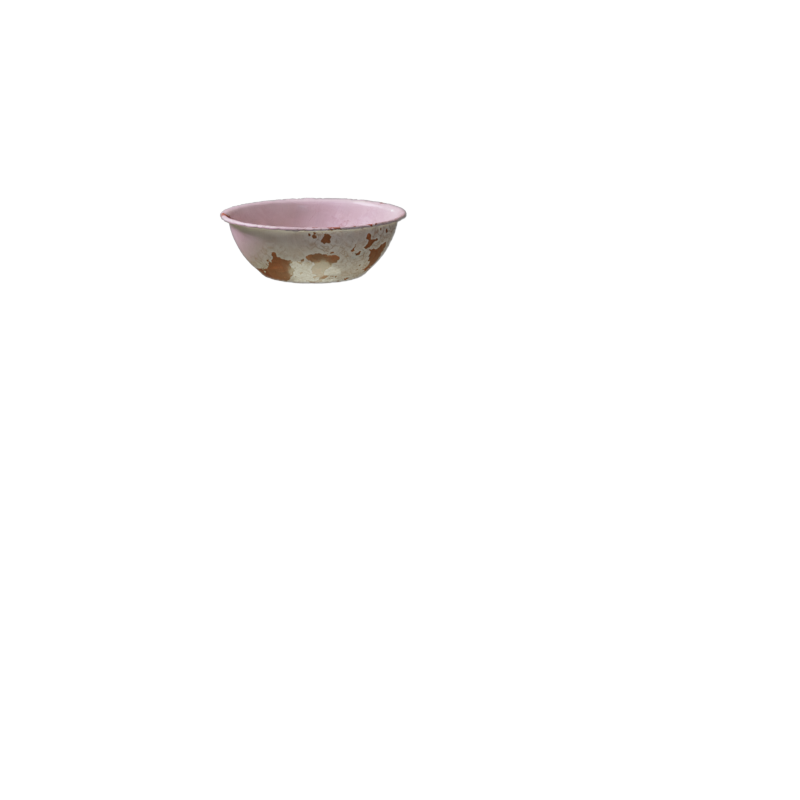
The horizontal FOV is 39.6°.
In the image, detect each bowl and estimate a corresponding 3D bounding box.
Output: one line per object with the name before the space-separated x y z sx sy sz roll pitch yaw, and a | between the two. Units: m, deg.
bowl | -0.075 -0.137 0.961 0.162 0.053 0.168 -1 18 -2
